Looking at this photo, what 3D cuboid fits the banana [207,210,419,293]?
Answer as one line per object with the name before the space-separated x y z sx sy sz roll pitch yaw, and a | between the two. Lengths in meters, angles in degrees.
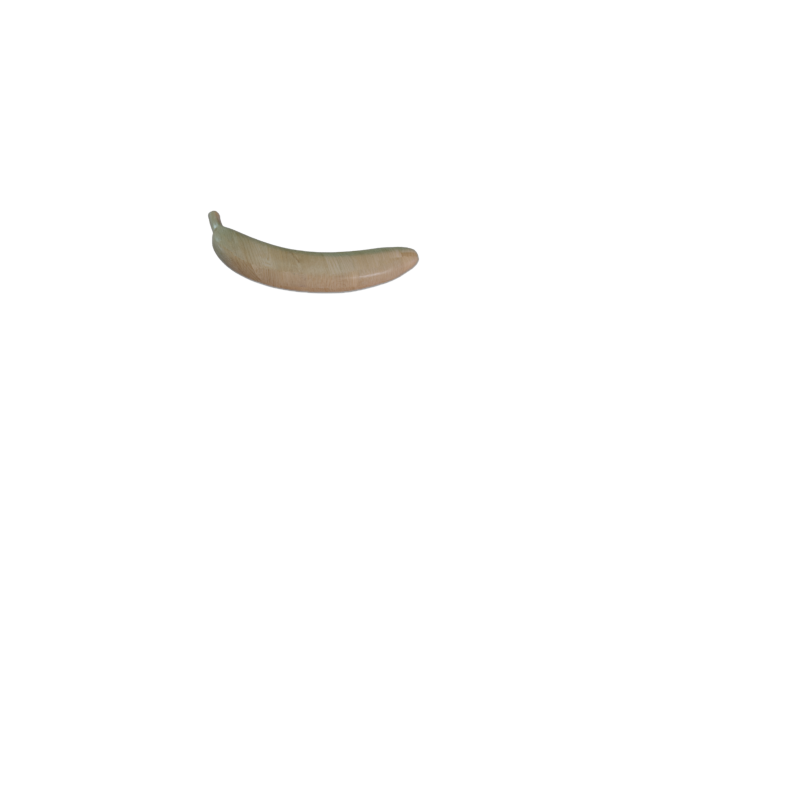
banana | -0.085 -0.126 0.983 0.200 0.073 0.034 13 -28 7
